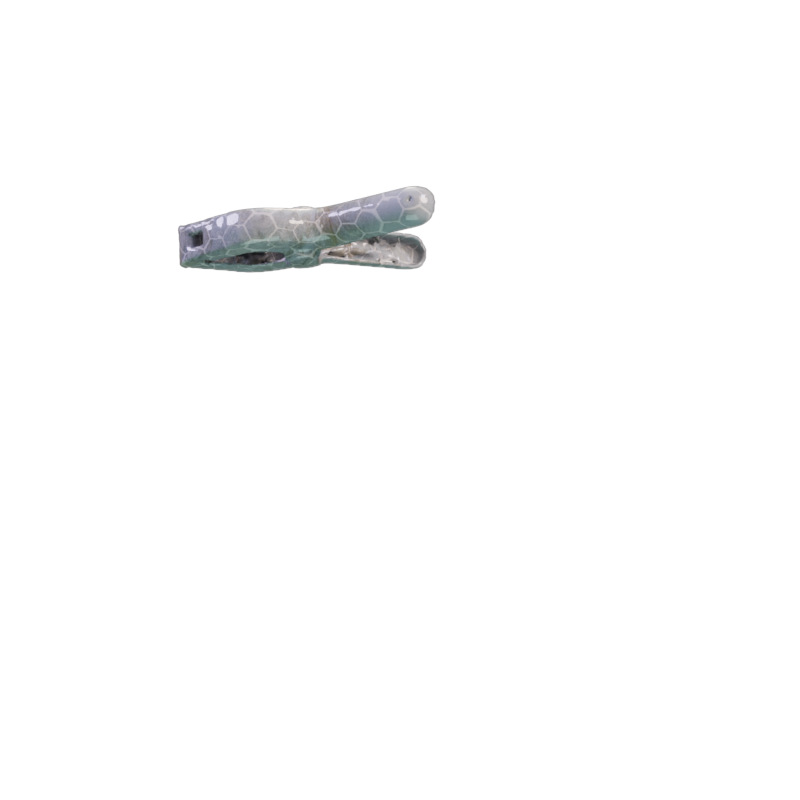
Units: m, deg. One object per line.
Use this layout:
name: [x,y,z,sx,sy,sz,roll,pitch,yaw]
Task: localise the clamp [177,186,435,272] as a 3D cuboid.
clamp: [-0.058,-0.105,0.736,0.173,0.041,0.113,-3,-16,9]
